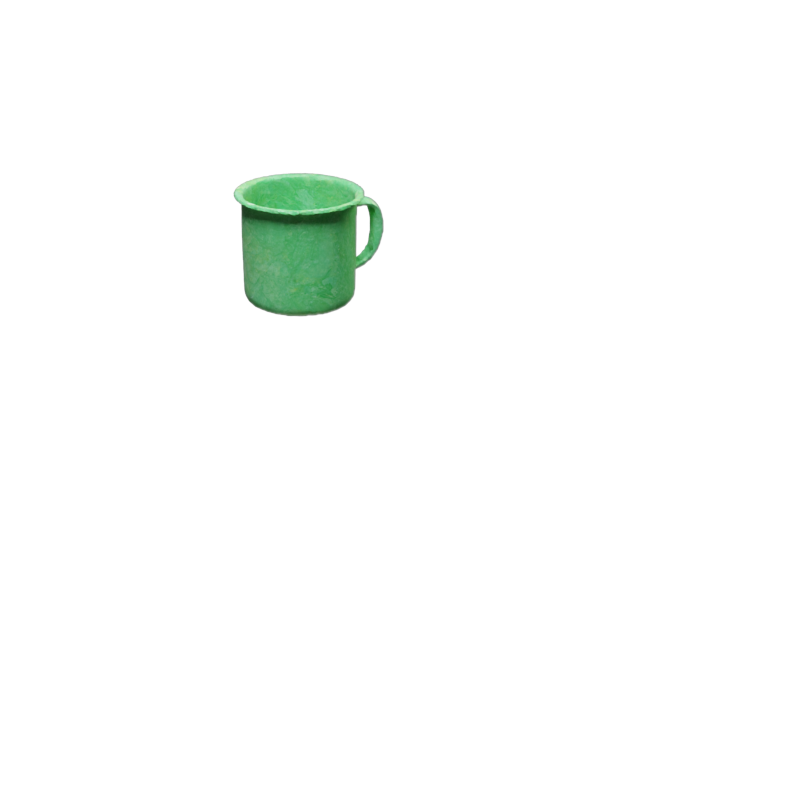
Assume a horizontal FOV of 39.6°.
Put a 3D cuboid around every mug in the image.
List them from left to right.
[{"bbox_3d":[-0.063,-0.115,0.805,0.115,0.078,0.100,-16,30,-32],"label":"mug"}]
